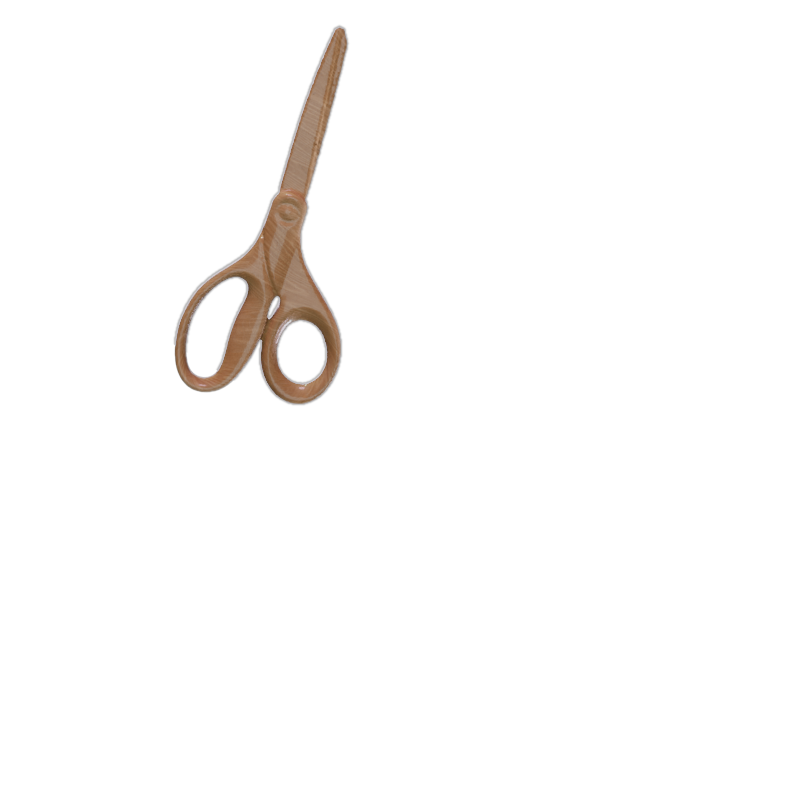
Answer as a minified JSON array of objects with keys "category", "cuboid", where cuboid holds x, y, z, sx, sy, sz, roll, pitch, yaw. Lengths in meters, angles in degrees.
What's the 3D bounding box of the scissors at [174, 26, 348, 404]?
[{"category":"scissors","cuboid":[-0.045,-0.083,0.578,0.095,0.199,0.016,32,8,-5]}]
